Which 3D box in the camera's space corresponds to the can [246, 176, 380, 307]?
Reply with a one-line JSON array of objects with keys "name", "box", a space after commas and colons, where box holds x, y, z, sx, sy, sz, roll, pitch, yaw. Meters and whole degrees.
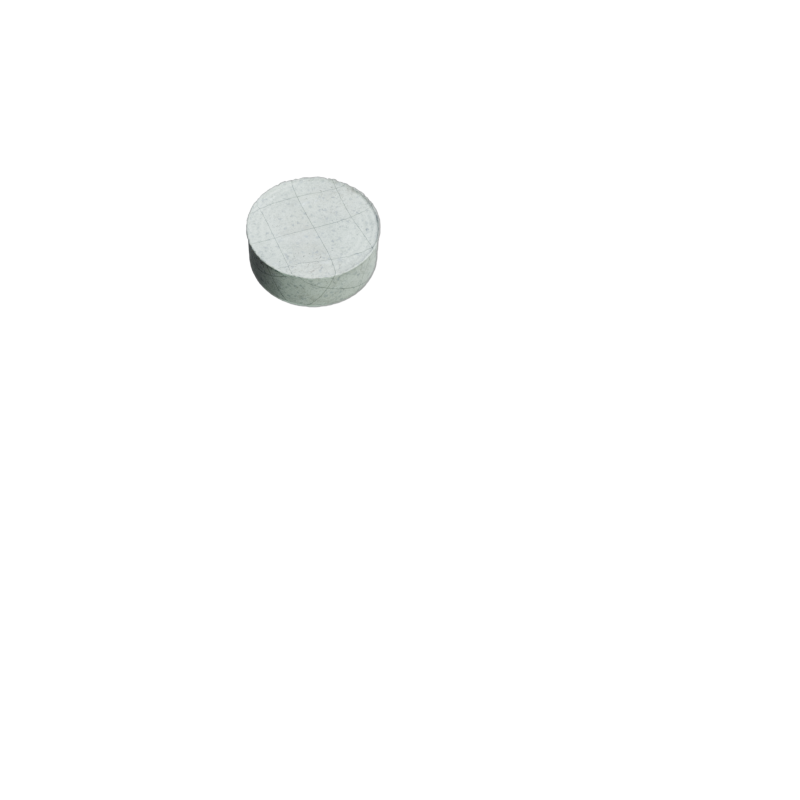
[{"name": "can", "box": [-0.056, -0.102, 0.717, 0.086, 0.092, 0.031, -1, -37, -1]}]
